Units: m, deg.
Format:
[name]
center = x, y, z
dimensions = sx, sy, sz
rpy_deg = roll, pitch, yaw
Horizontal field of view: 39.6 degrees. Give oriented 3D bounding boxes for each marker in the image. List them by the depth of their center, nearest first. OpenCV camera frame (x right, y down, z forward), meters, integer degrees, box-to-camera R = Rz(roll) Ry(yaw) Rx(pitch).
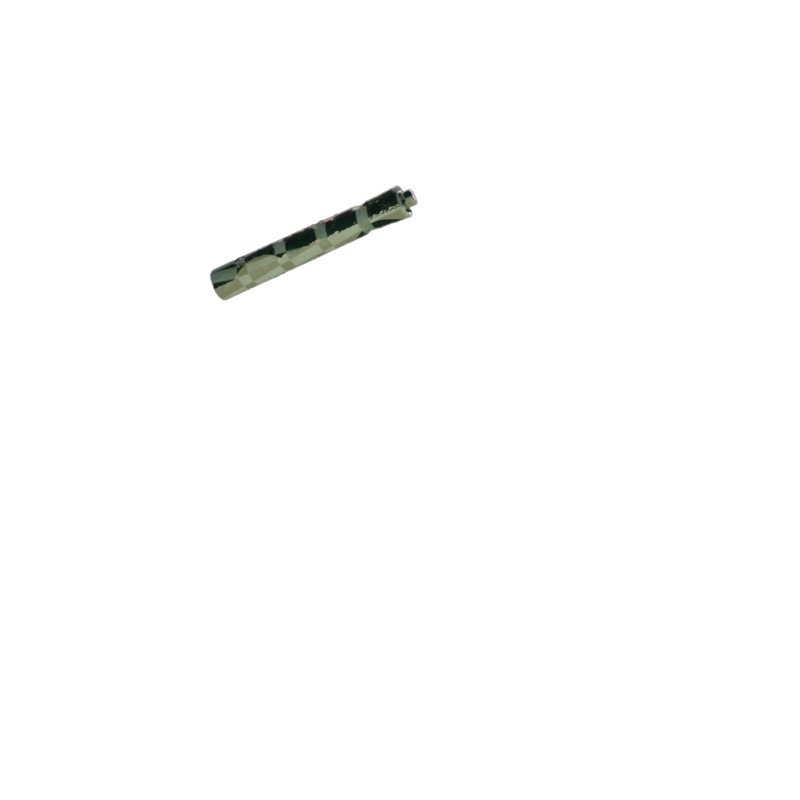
[marker]
center = -0.047, -0.085, 0.598
dimensions = 0.121, 0.020, 0.019
rpy_deg = -22, -2, 16
